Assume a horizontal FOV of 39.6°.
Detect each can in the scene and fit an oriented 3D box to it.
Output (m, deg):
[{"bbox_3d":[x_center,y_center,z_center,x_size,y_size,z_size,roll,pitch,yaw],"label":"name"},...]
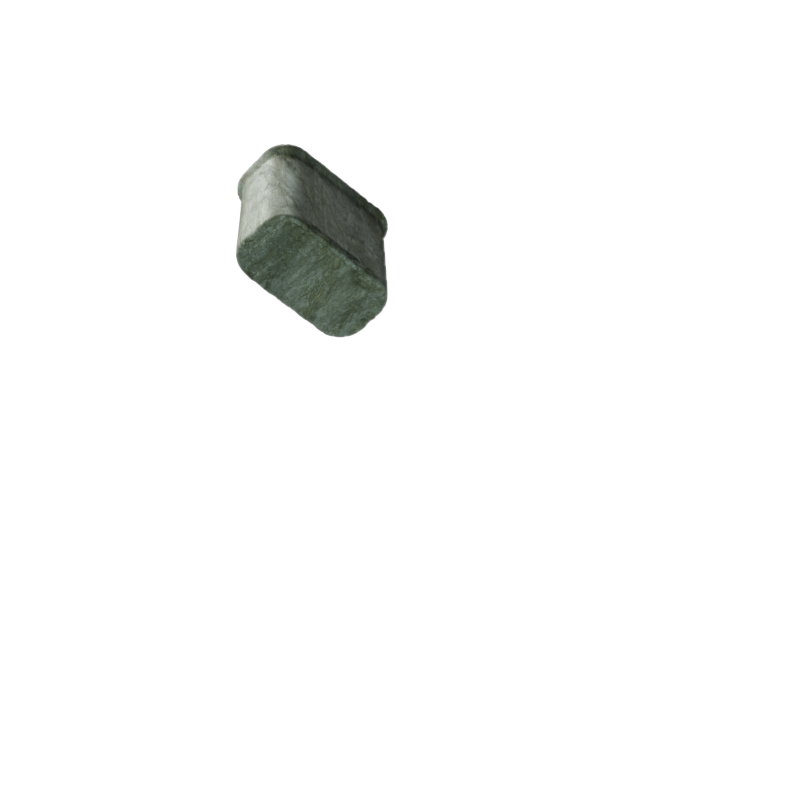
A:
[{"bbox_3d":[-0.054,-0.099,0.693,0.097,0.057,0.090,35,28,-25],"label":"can"}]
